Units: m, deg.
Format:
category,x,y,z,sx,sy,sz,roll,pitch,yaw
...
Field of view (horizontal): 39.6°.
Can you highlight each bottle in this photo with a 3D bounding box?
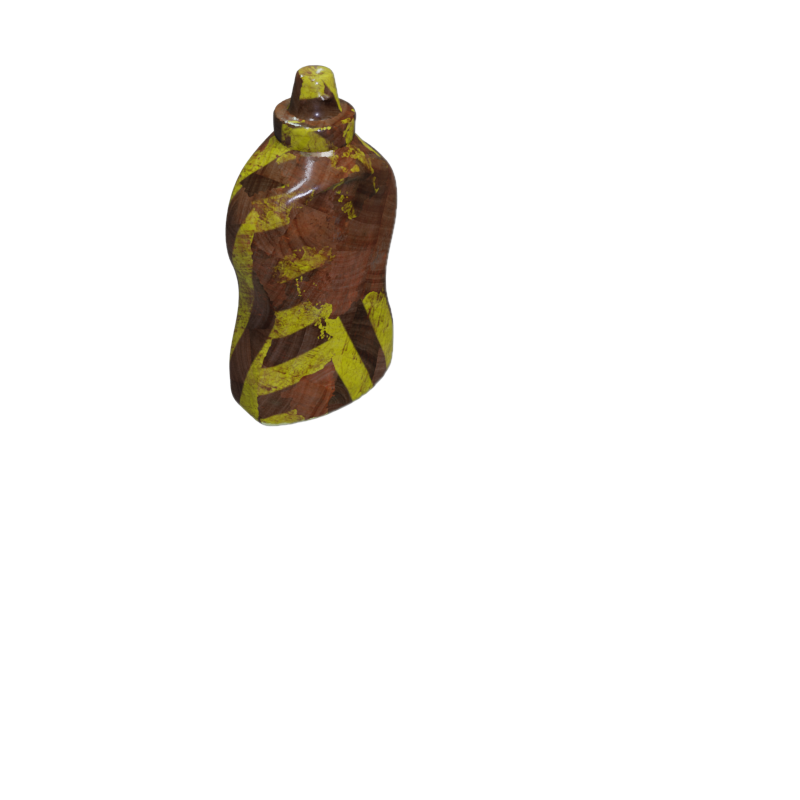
category,x,y,z,sx,sy,sz,roll,pitch,yaw
bottle,-0.045,-0.083,0.580,0.095,0.180,0.063,-22,41,-31
